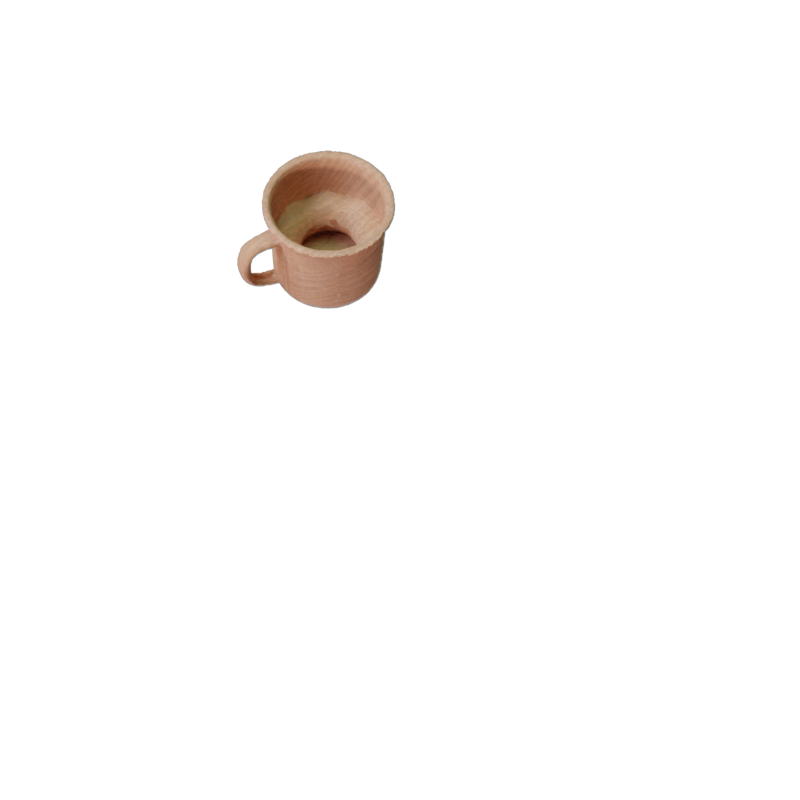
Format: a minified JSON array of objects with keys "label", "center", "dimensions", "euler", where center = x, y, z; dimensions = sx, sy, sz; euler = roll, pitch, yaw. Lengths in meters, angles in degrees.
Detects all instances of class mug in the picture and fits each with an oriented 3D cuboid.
[{"label":"mug","center":[-0.063,-0.114,0.799],"dimensions":[0.117,0.100,0.076],"euler":[-27,-27,-17]}]
